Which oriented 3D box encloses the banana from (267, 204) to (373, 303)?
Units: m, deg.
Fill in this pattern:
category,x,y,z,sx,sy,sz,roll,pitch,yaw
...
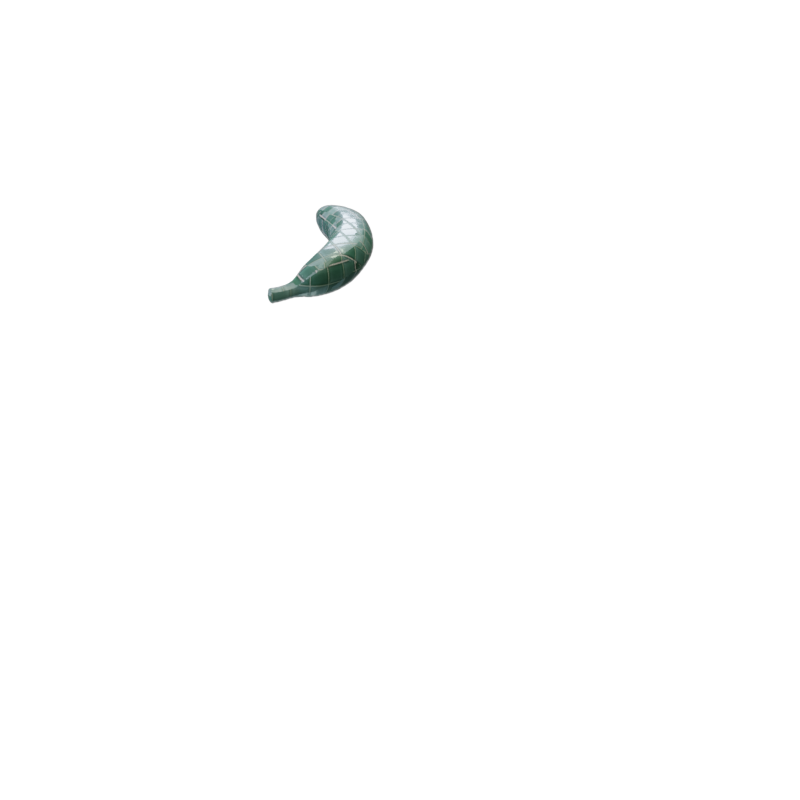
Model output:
category,x,y,z,sx,sy,sz,roll,pitch,yaw
banana,-0.056,-0.131,0.938,0.070,0.035,0.205,4,26,8
